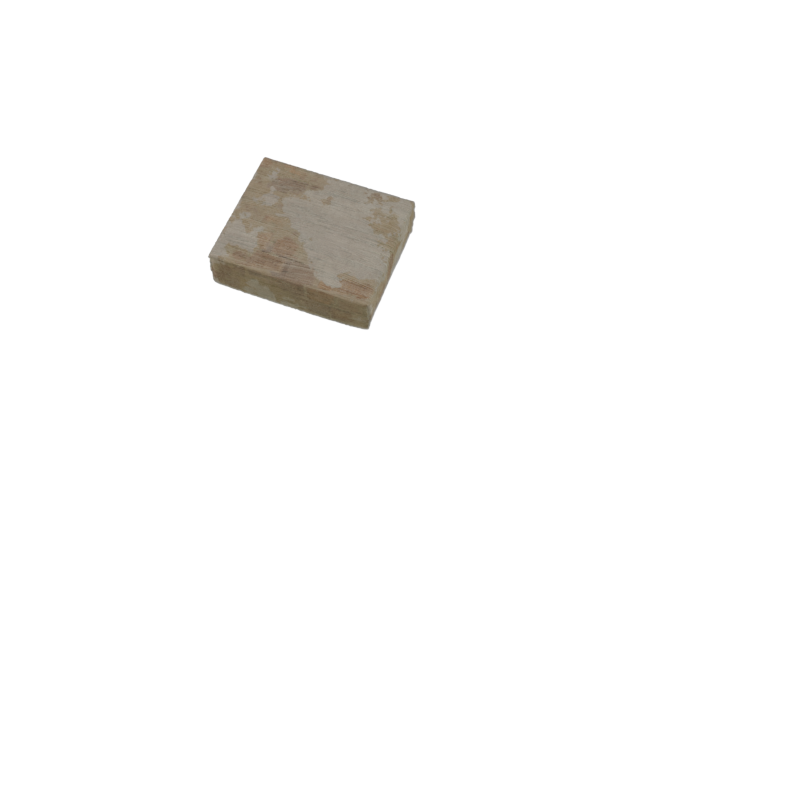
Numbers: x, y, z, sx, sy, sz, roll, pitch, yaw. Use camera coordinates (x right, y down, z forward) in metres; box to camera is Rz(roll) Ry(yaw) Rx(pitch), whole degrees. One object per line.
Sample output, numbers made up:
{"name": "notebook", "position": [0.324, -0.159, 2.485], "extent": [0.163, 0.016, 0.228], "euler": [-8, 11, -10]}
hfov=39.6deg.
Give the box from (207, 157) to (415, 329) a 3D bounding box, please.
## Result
{"name": "box", "position": [-0.057, -0.105, 0.733], "extent": [0.116, 0.094, 0.036], "euler": [18, -30, 11]}
